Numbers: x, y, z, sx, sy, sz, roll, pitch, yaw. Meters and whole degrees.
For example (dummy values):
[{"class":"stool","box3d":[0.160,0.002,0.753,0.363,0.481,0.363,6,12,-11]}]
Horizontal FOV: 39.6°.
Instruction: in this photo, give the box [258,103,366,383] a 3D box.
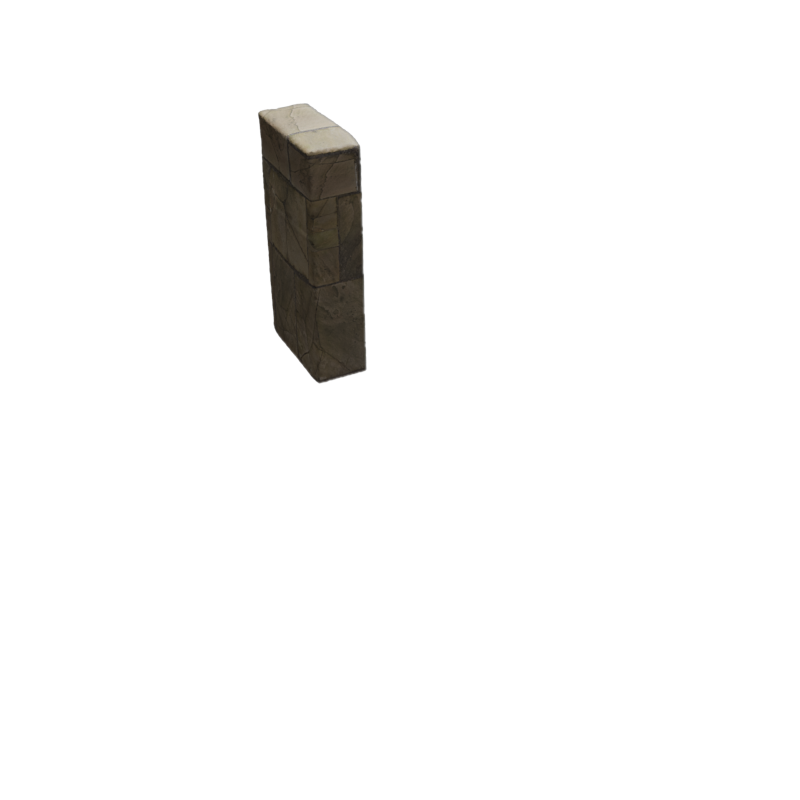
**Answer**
[{"class":"box","box3d":[-0.061,-0.112,0.784,0.047,0.166,0.100,-11,31,-23]}]
